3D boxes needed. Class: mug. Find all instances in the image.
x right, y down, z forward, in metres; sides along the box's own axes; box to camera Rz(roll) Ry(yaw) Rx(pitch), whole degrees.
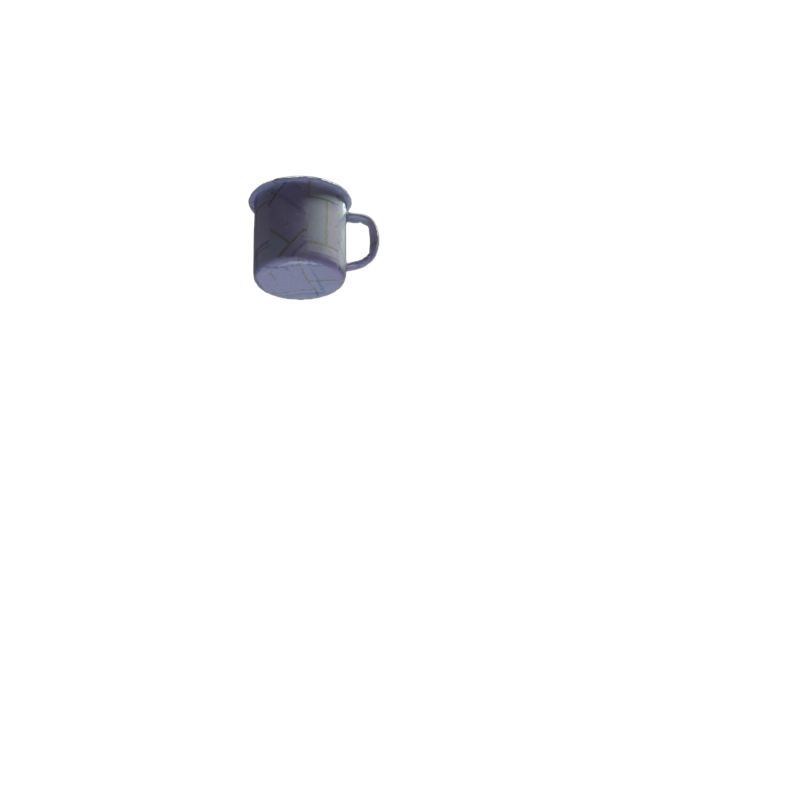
[{"bbox_3d":[-0.077,-0.140,0.982,0.116,0.086,0.089,2,-24,-5],"label":"mug"}]
